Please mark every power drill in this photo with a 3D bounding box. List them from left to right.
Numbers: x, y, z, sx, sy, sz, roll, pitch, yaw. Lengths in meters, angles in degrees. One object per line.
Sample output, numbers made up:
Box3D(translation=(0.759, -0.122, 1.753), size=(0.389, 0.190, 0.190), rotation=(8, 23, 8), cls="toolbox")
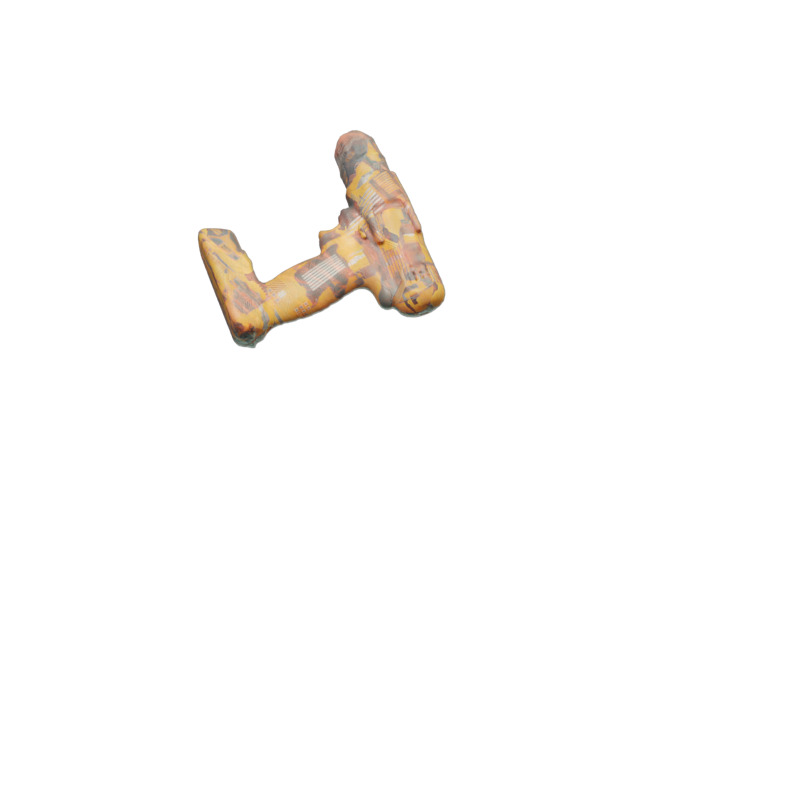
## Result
Box3D(translation=(-0.075, -0.136, 0.954), size=(0.187, 0.196, 0.054), rotation=(-19, -24, -10), cls="power drill")
